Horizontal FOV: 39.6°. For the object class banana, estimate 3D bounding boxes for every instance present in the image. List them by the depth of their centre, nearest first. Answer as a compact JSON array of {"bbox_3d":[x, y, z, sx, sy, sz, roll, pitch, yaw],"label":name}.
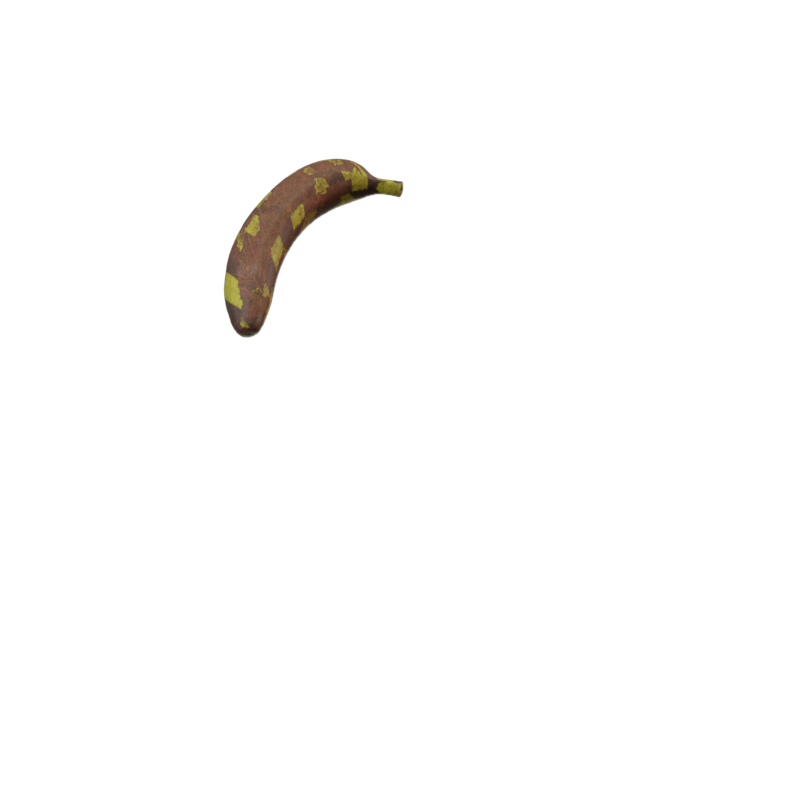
[{"bbox_3d":[-0.074,-0.121,0.782,0.073,0.034,0.203,24,50,21],"label":"banana"}]
